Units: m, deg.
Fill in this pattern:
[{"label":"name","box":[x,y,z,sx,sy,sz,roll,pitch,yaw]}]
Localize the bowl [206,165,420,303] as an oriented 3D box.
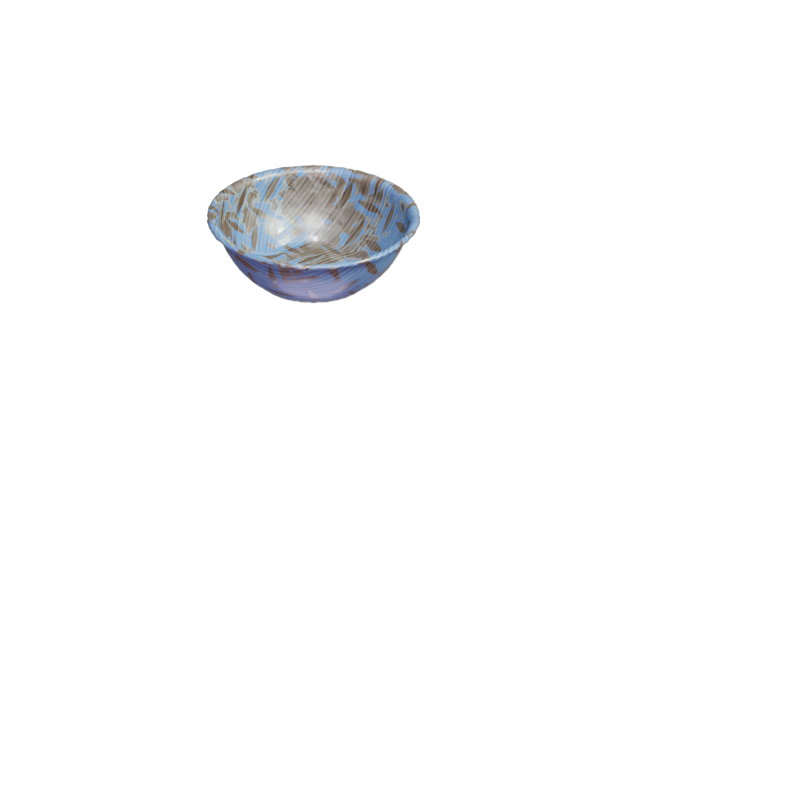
[{"label":"bowl","box":[-0.067,-0.122,0.852,0.162,0.052,0.173,-1,35,-2]}]
